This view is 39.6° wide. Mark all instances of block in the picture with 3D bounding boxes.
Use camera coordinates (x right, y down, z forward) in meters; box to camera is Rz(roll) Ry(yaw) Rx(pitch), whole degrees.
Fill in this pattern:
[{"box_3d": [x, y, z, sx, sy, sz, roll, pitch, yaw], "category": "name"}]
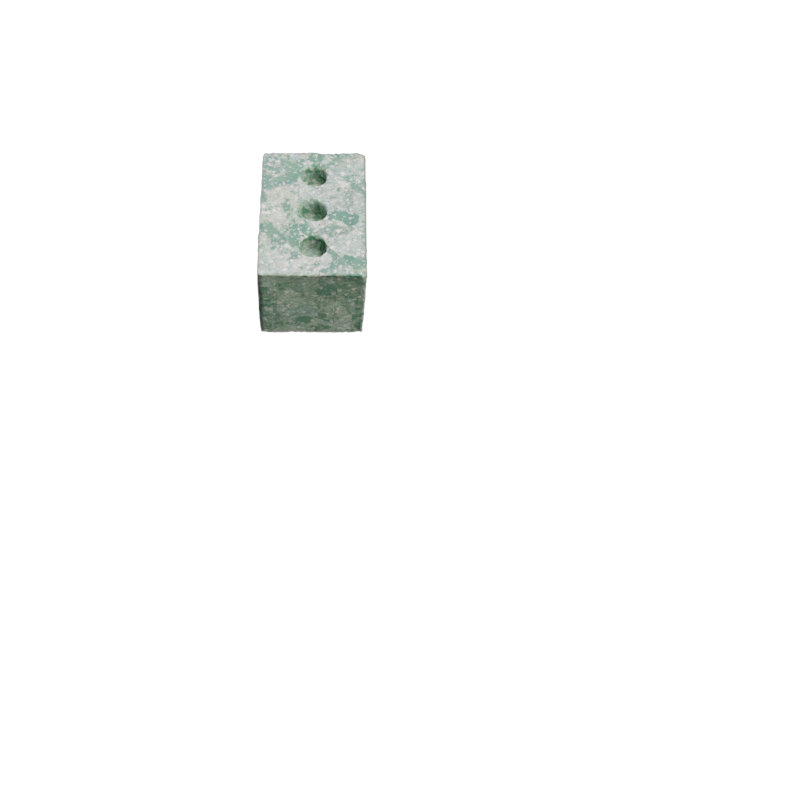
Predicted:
[{"box_3d": [-0.043, -0.079, 0.551, 0.053, 0.083, 0.048, -1, -34, -2], "category": "block"}]
